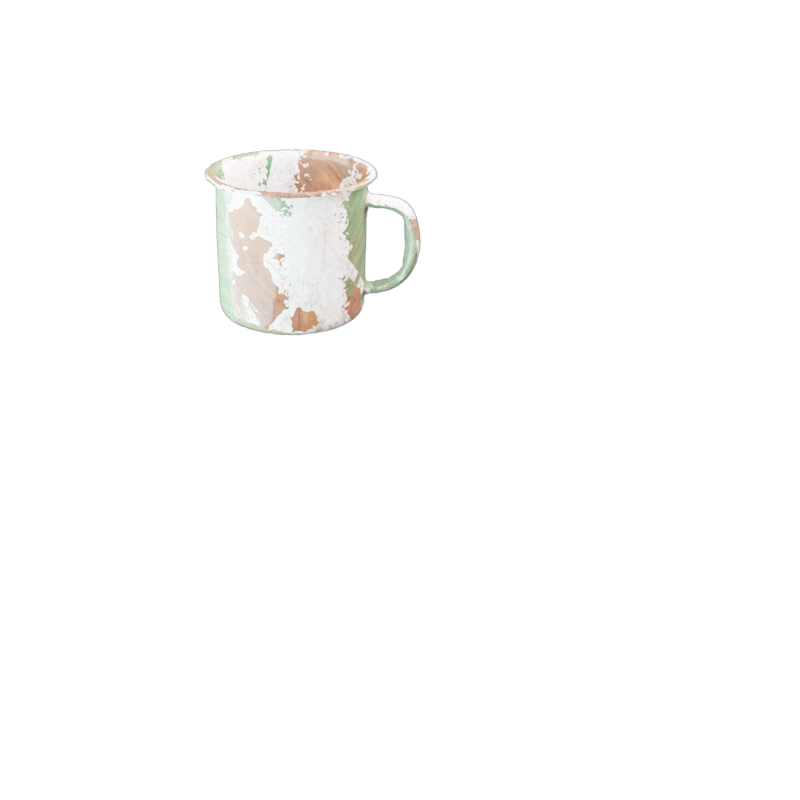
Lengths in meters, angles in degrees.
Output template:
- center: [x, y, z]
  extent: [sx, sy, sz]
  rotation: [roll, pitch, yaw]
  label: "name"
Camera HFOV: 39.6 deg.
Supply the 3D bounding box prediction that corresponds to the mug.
- center: [-0.048, -0.087, 0.608]
  extent: [0.118, 0.078, 0.097]
  rotation: [2, 23, 3]
  label: "mug"
